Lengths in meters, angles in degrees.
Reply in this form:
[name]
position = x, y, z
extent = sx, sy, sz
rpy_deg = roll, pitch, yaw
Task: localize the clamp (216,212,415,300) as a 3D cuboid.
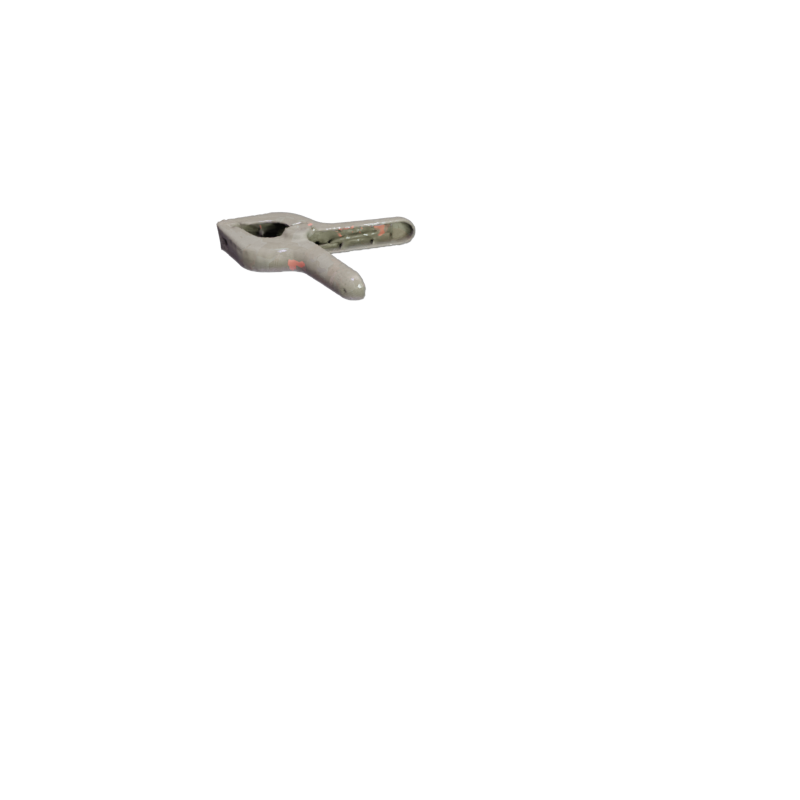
[clamp]
position = -0.075, -0.137, 0.957
extent = 0.180, 0.037, 0.121
rpy_deg = 19, 35, 29
